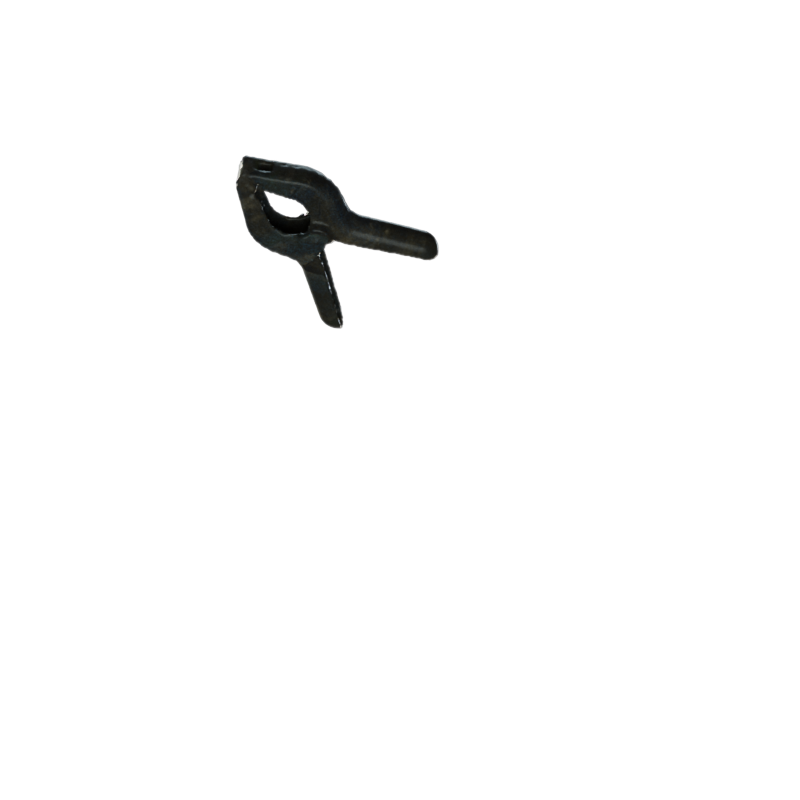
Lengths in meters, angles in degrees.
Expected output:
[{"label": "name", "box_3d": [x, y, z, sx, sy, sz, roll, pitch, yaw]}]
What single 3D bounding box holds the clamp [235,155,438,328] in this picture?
[{"label": "clamp", "box_3d": [-0.069, -0.126, 0.880, 0.164, 0.117, 0.042, 32, 27, -19]}]
